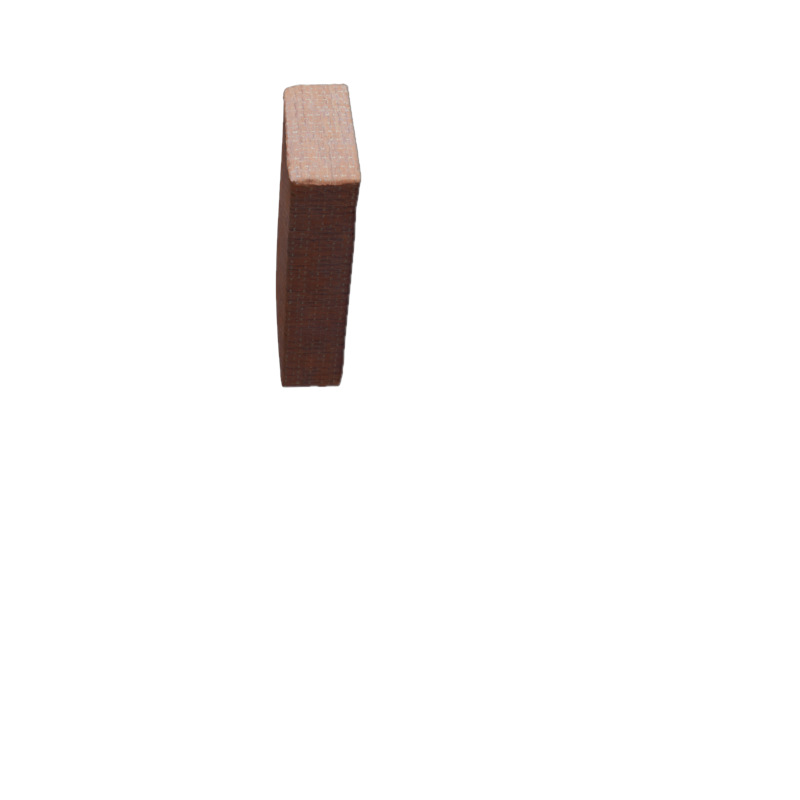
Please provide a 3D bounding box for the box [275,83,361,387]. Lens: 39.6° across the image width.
[{"bbox_3d":[-0.054,-0.098,0.685,0.048,0.101,0.164,-2,-43,-6],"label":"box"}]
